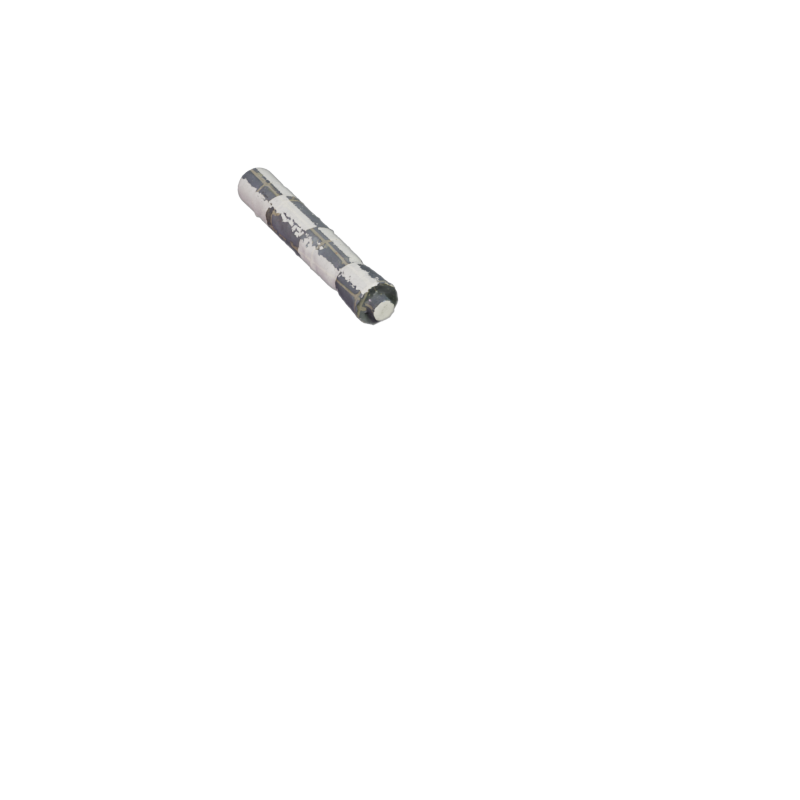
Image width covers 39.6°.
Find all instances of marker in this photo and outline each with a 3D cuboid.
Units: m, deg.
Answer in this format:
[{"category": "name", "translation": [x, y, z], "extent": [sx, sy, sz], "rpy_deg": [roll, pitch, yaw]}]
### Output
[{"category": "marker", "translation": [-0.037, -0.067, 0.470], "extent": [0.019, 0.019, 0.131], "rpy_deg": [-2, 32, -32]}]
